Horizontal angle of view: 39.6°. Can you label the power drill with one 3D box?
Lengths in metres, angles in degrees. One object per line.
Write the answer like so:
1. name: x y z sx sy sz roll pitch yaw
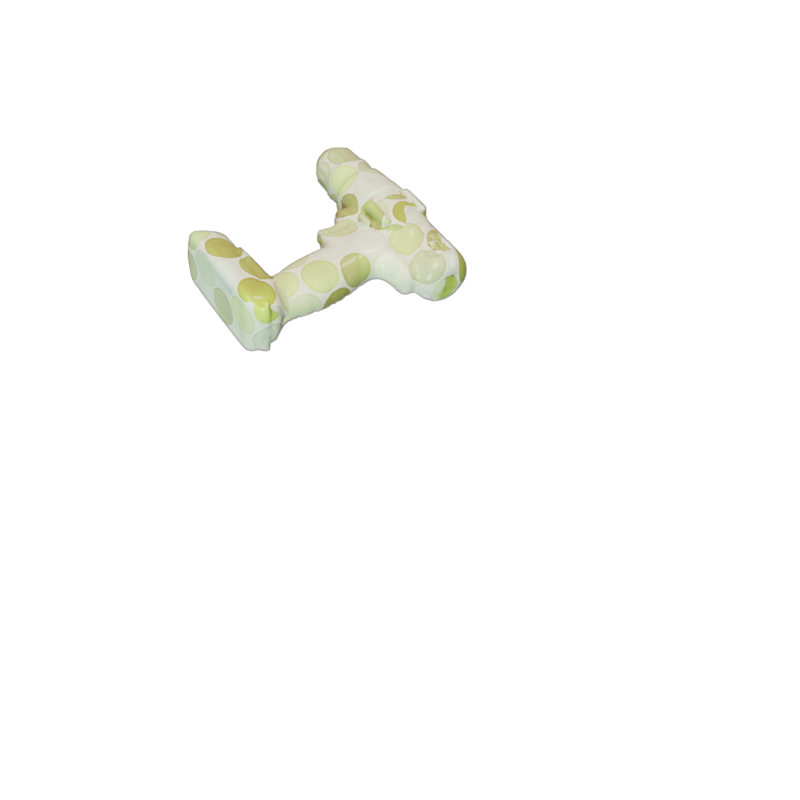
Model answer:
1. power drill: -0.068 -0.125 0.874 0.186 0.053 0.199 -24 49 -23
